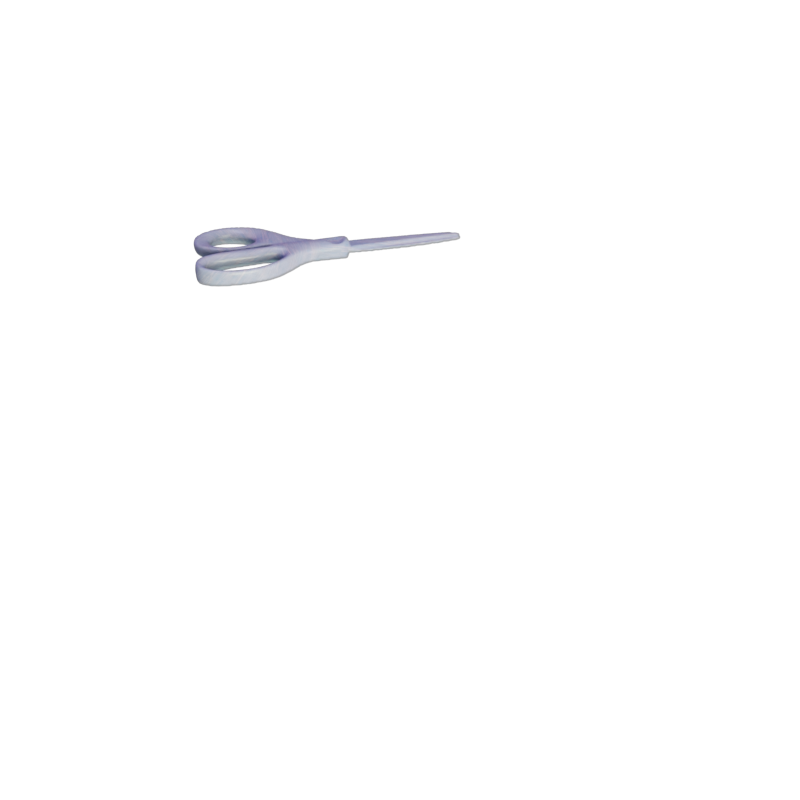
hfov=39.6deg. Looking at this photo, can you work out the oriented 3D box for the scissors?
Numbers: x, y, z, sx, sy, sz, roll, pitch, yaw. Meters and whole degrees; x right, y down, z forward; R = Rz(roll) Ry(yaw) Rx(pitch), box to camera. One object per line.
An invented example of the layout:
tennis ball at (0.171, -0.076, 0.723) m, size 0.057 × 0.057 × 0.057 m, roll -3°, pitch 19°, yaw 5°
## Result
scissors at (-0.064, -0.117, 0.822) m, size 0.198 × 0.015 × 0.103 m, roll -16°, pitch 32°, yaw -28°
